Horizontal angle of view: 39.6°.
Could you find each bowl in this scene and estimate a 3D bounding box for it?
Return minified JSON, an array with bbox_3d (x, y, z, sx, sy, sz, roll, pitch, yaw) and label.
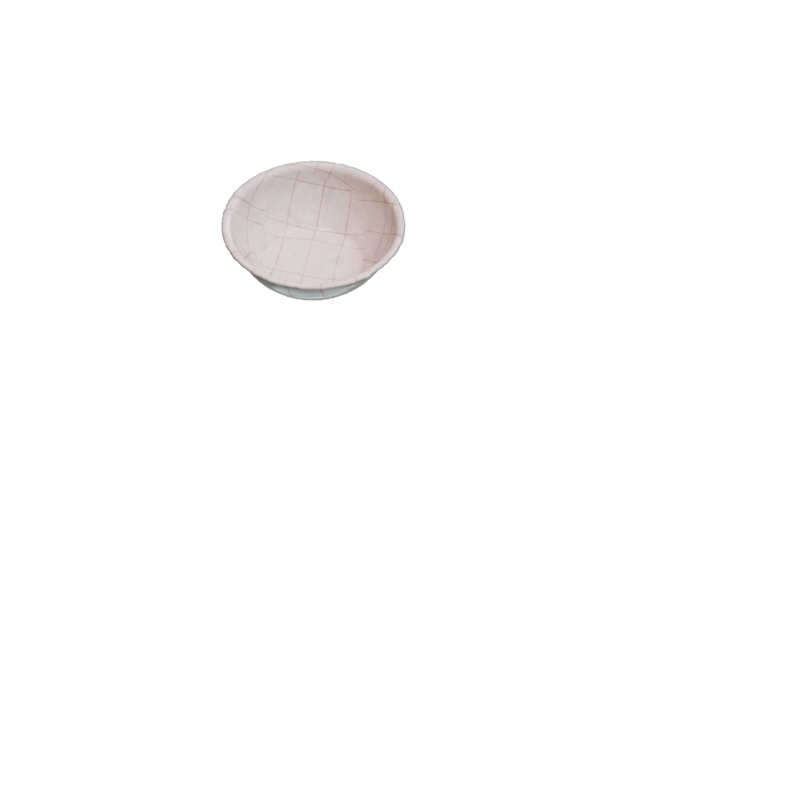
[{"bbox_3d":[-0.077,-0.141,0.987,0.162,0.174,0.051,-1,-41,-1],"label":"bowl"}]
